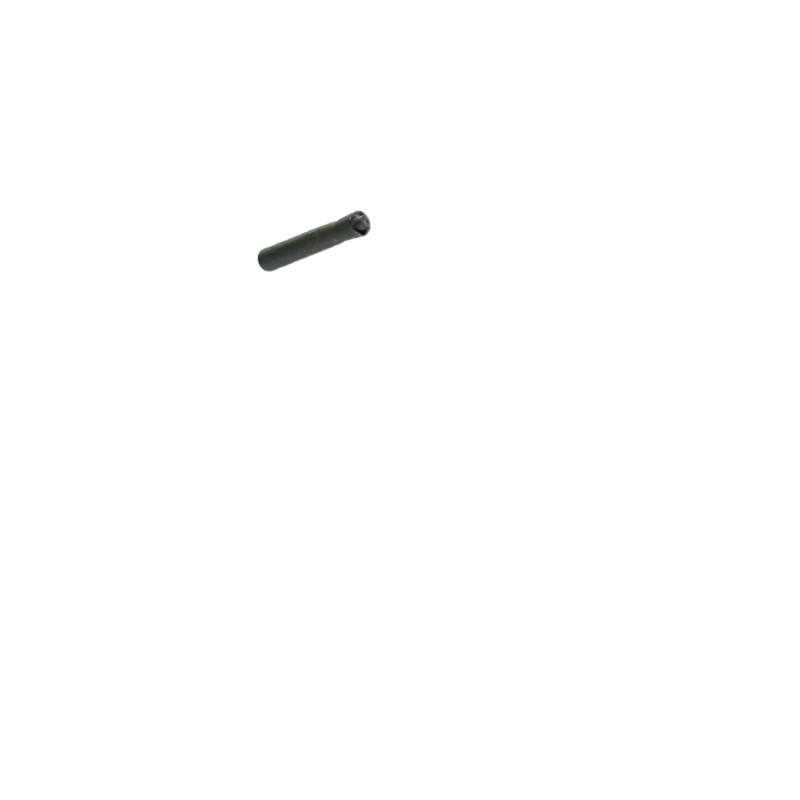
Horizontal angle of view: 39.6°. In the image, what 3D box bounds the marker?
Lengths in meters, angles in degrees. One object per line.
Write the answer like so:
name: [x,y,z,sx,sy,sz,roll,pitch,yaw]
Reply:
marker: [-0.064,-0.116,0.813,0.019,0.020,0.123,-3,-5,-41]
